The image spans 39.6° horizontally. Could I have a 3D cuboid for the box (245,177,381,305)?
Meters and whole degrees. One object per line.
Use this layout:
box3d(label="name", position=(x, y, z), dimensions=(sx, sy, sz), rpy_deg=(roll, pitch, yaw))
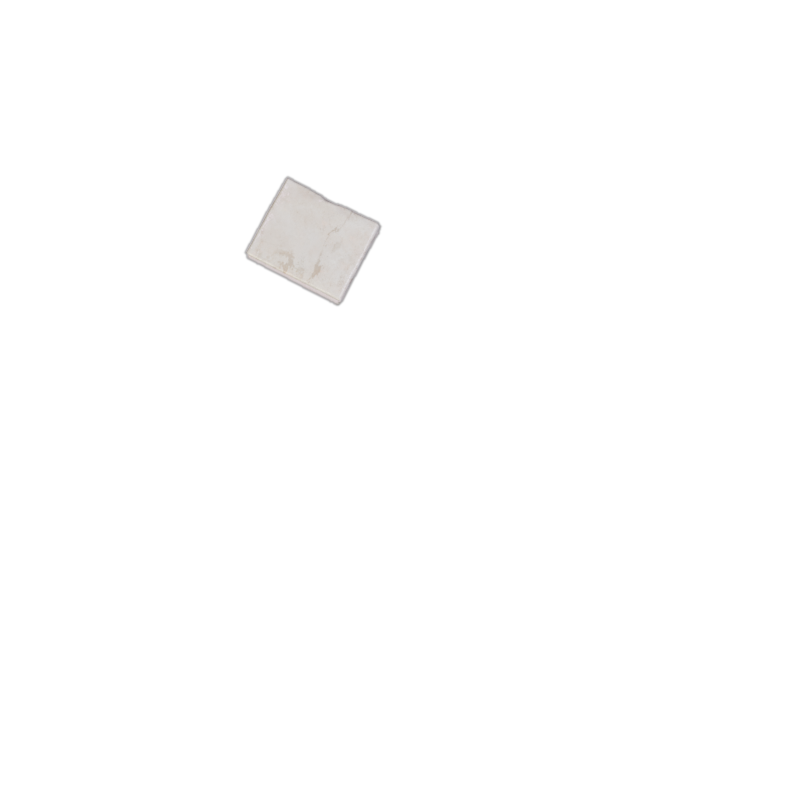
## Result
box3d(label="box", position=(-0.072, -0.131, 0.915), dimensions=(0.090, 0.074, 0.029), rpy_deg=(27, -9, 4))
